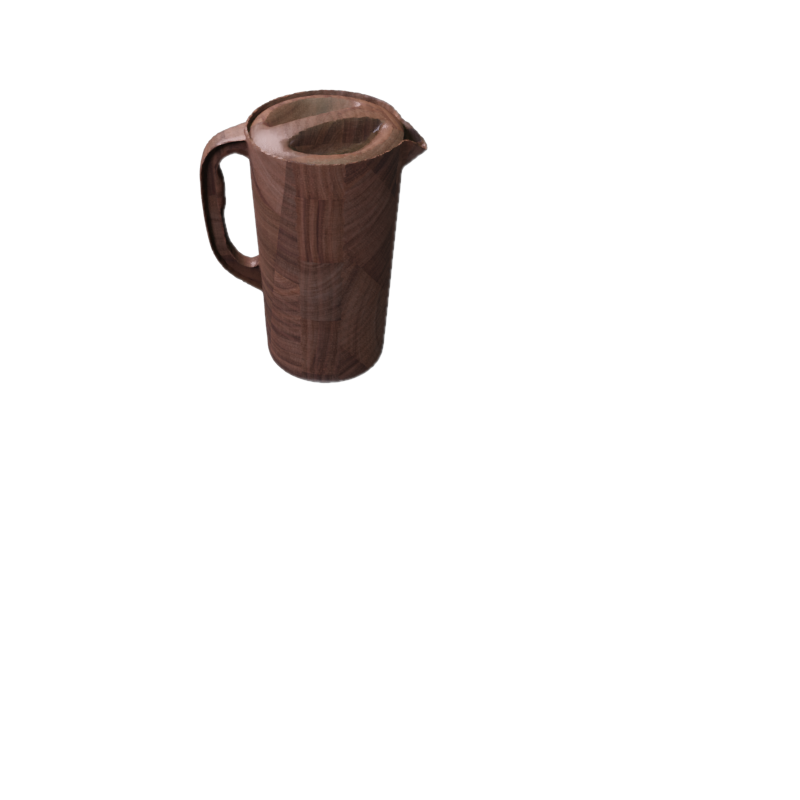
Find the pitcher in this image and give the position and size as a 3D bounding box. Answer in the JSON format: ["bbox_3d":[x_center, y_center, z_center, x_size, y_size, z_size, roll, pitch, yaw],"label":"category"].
[{"bbox_3d":[-0.076,-0.138,0.966,0.159,0.227,0.145,30,44,32],"label":"pitcher"}]
